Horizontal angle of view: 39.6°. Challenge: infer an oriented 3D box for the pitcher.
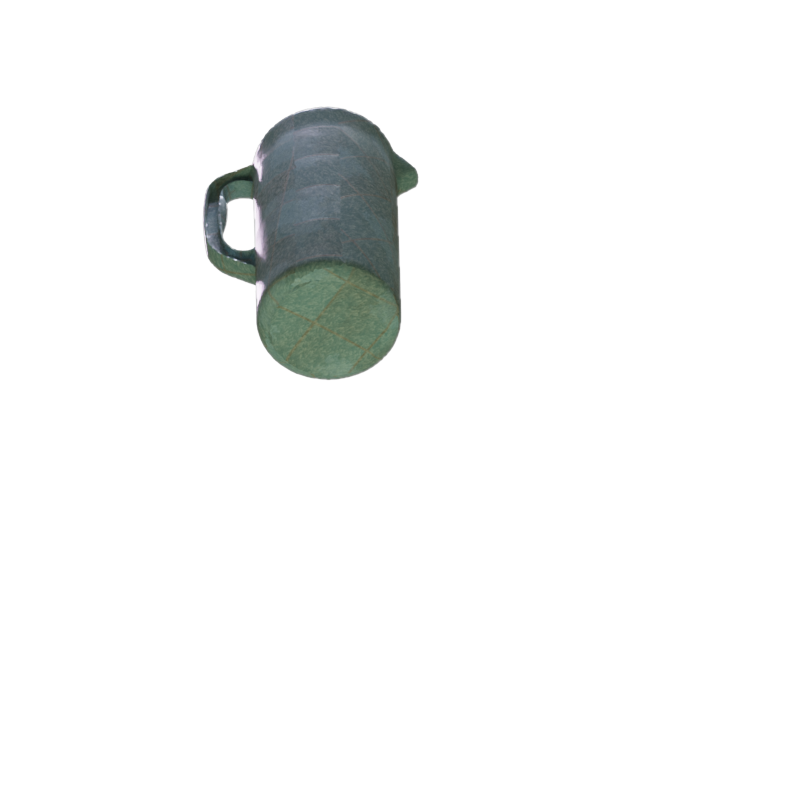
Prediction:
[{"bbox_3d":[-0.072,-0.130,0.914,0.137,0.260,0.147,37,-63,-27],"label":"pitcher"}]
